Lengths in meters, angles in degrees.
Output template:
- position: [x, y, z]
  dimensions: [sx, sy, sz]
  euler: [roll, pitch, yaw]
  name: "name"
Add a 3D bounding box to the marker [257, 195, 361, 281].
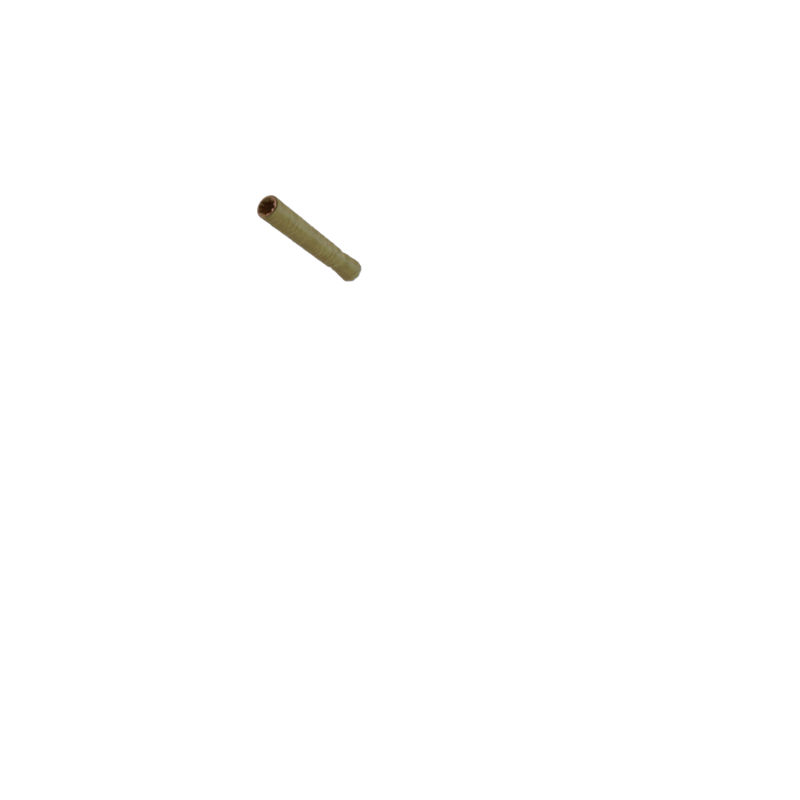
- position: [-0.066, -0.120, 0.842]
  dimensions: [0.020, 0.020, 0.112]
  euler: [3, -19, 36]
  name: "marker"
